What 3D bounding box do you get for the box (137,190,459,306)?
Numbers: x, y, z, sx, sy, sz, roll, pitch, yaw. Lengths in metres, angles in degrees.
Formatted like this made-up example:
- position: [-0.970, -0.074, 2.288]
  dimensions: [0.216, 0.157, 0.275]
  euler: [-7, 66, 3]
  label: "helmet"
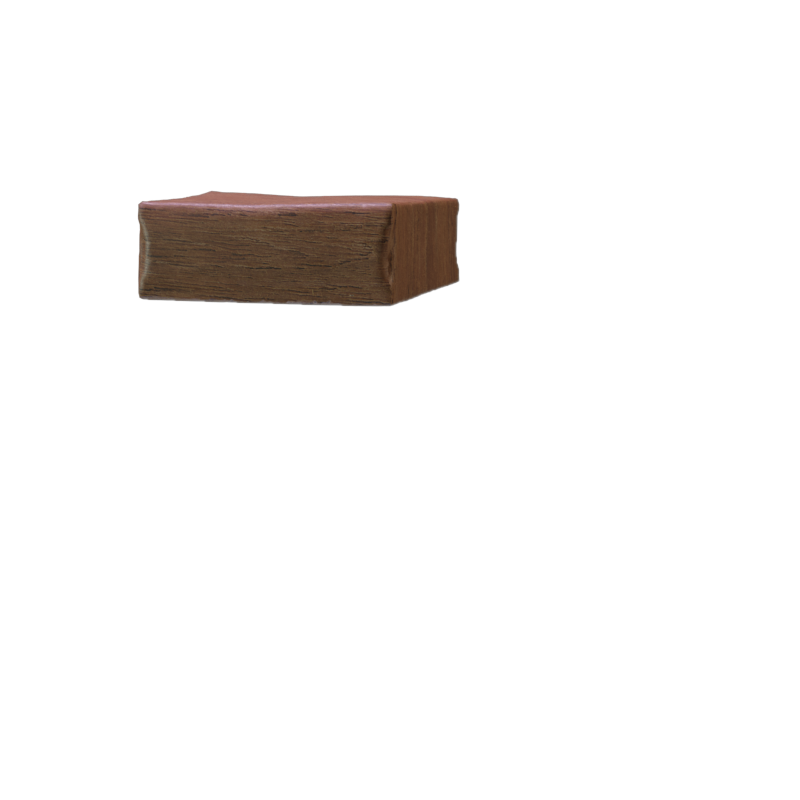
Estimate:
- position: [-0.026, -0.047, 0.331]
  dimensions: [0.075, 0.030, 0.089]
  euler: [3, 11, 16]
  label: "box"
